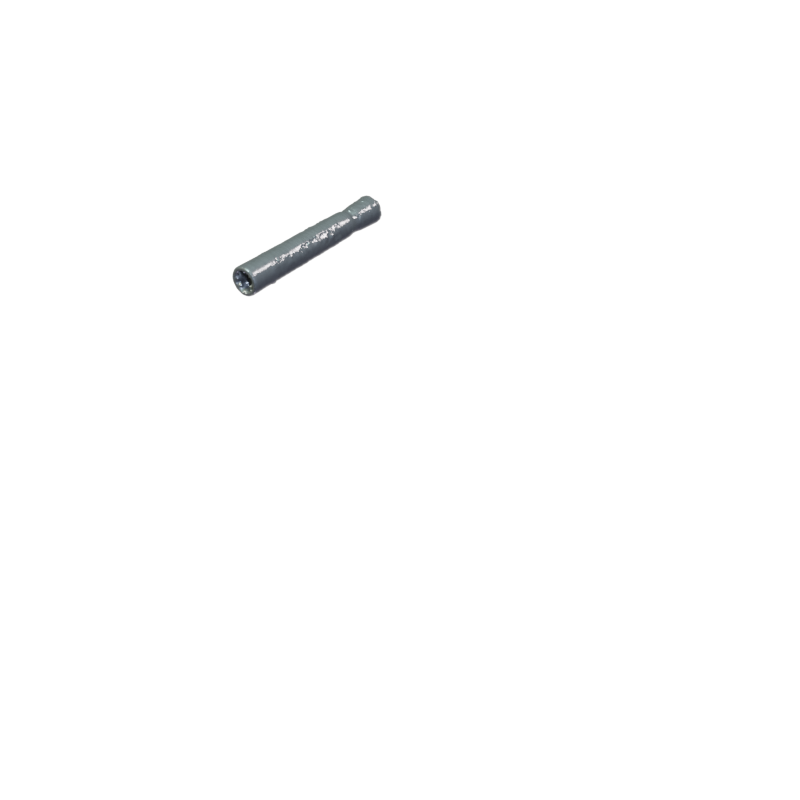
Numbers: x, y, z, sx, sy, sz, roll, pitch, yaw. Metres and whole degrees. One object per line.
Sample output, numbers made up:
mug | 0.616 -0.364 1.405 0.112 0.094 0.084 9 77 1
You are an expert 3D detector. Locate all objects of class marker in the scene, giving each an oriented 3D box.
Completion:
marker | -0.053 -0.096 0.671 0.021 0.019 0.122 3 30 42
